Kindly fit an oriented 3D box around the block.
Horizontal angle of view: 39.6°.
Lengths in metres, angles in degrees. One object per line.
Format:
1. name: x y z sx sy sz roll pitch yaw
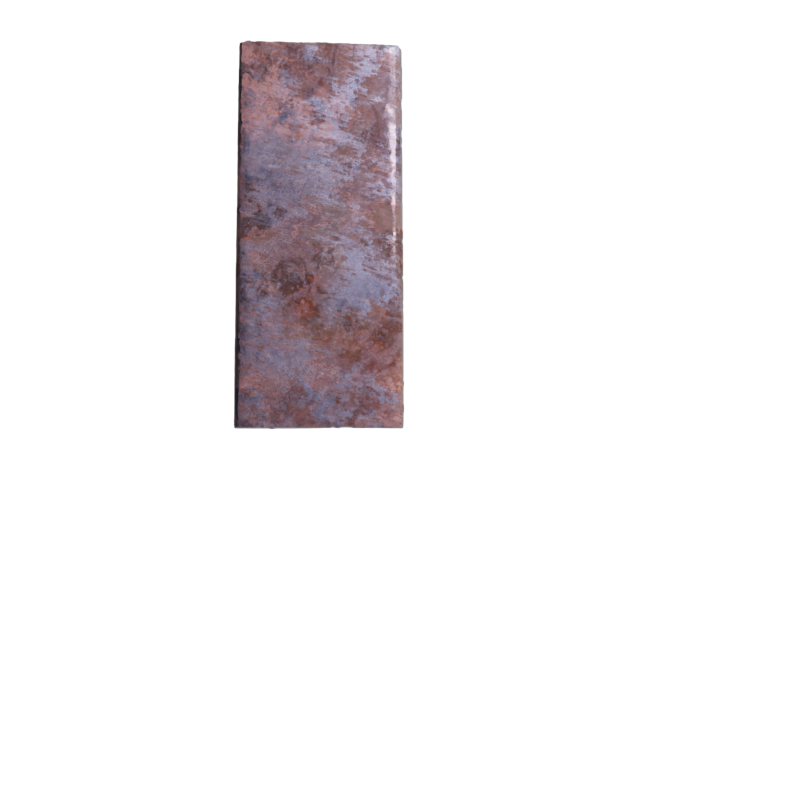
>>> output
1. block: -0.048 -0.089 0.626 0.089 0.210 0.090 0 -7 -7
